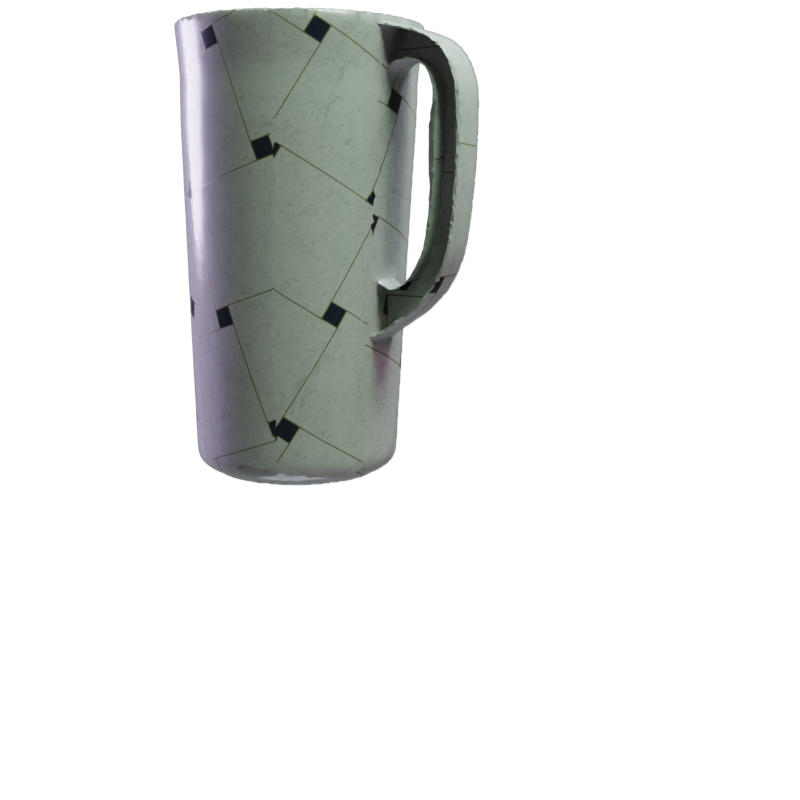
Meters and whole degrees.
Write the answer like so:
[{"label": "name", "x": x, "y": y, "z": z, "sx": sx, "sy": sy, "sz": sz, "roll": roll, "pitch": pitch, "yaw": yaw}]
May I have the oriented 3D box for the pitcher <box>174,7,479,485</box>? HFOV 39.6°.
[{"label": "pitcher", "x": -0.046, "y": -0.084, "z": 0.589, "sx": 0.143, "sy": 0.241, "sz": 0.153, "roll": -1, "pitch": 5, "yaw": -10}]
